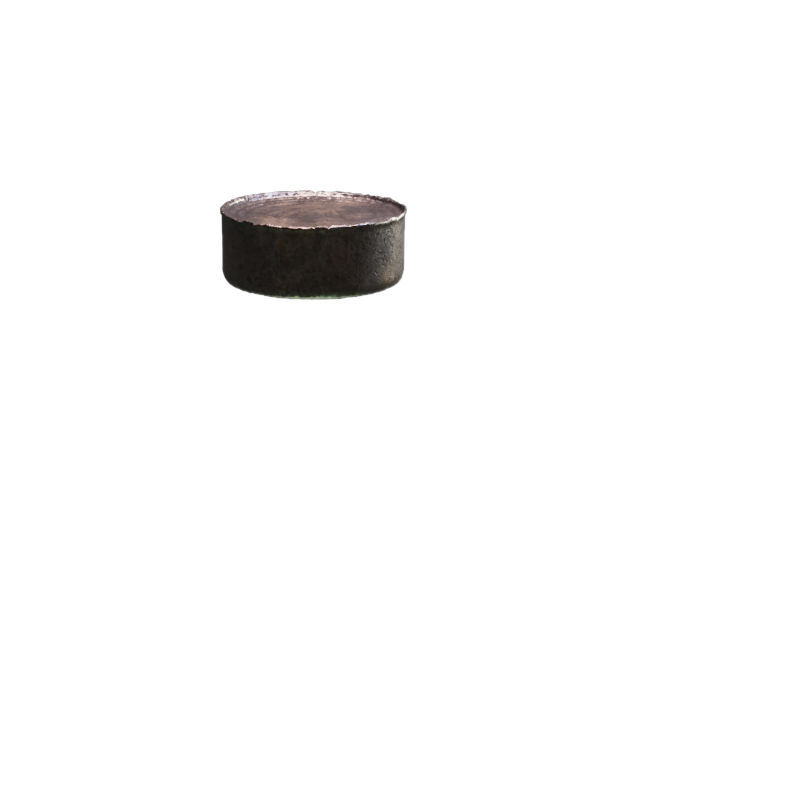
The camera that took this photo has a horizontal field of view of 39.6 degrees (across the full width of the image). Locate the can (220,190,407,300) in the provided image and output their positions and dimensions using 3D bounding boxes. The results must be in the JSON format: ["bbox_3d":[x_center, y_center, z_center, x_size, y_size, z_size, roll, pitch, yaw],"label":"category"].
[{"bbox_3d":[-0.040,-0.073,0.512,0.086,0.032,0.089,-1,20,-2],"label":"can"}]
